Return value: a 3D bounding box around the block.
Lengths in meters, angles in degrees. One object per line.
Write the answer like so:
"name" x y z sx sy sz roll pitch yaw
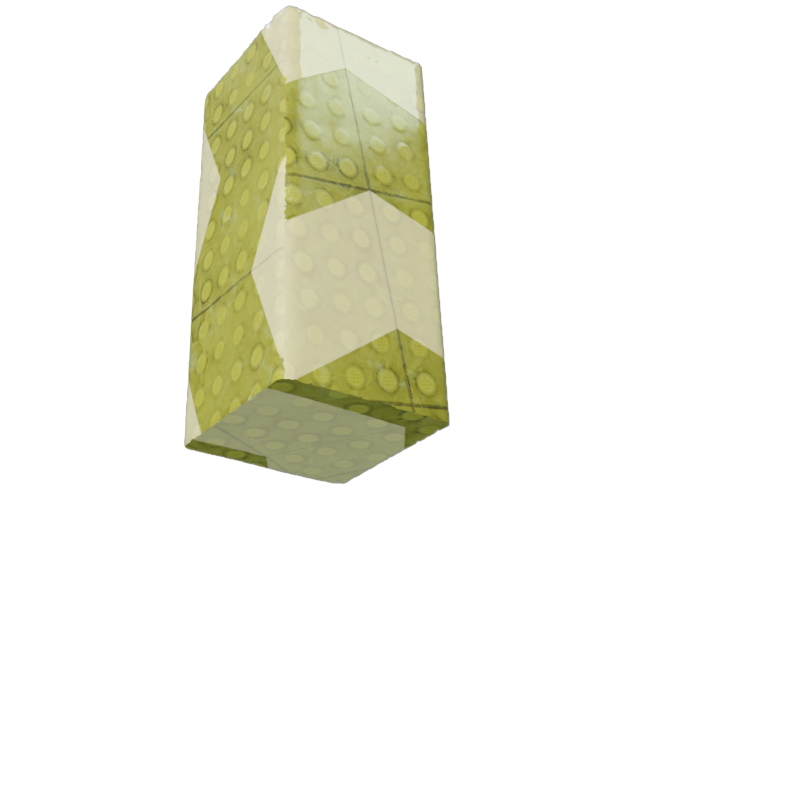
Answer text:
"block" -0.043 -0.078 0.547 0.086 0.220 0.089 18 -35 -30
